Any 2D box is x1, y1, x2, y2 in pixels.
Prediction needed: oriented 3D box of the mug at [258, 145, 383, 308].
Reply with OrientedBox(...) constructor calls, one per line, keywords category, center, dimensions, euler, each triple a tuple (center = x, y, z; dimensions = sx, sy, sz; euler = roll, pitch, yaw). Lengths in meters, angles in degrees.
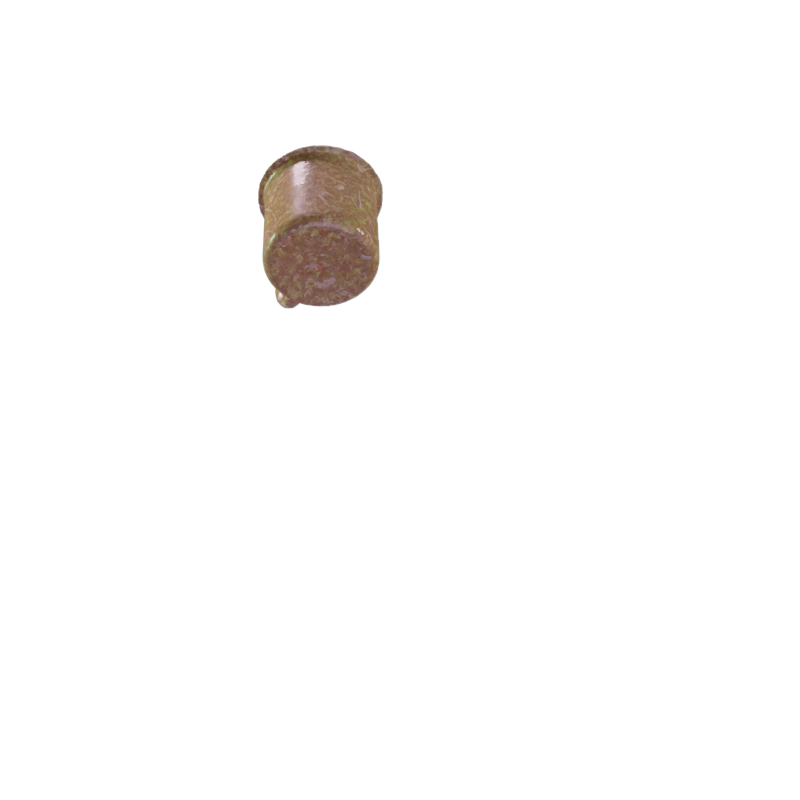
OrientedBox(category="mug", center=(-0.063, -0.114, 0.799), dimensions=(0.090, 0.087, 0.113), euler=(21, -52, -20))
